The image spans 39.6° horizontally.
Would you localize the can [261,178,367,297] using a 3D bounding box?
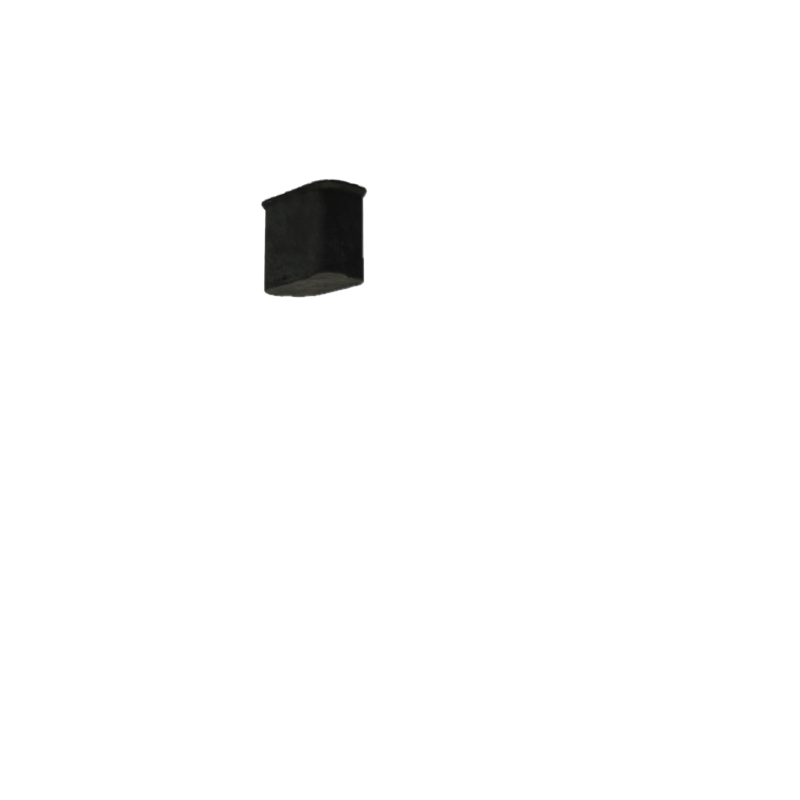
[{"bbox_3d":[-0.076,-0.139,0.972,0.054,0.087,0.104,11,-15,-42],"label":"can"}]
